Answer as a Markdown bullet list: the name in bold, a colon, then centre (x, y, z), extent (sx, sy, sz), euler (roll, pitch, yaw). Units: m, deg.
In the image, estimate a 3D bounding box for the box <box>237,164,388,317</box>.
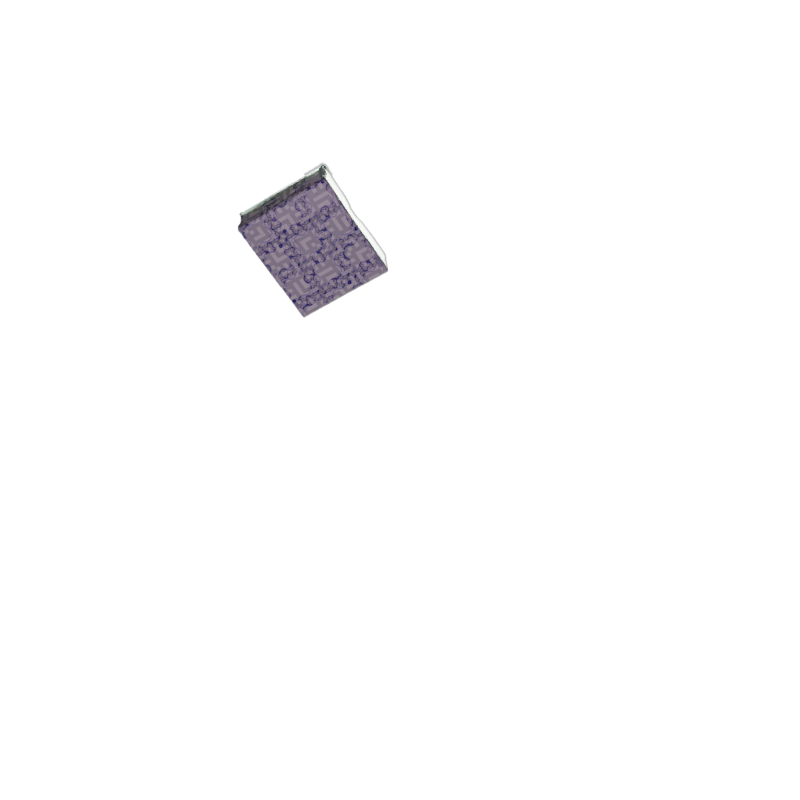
- **box**: centre (-0.062, -0.114, 0.794), extent (0.073, 0.084, 0.032), euler (-29, 25, 14)
